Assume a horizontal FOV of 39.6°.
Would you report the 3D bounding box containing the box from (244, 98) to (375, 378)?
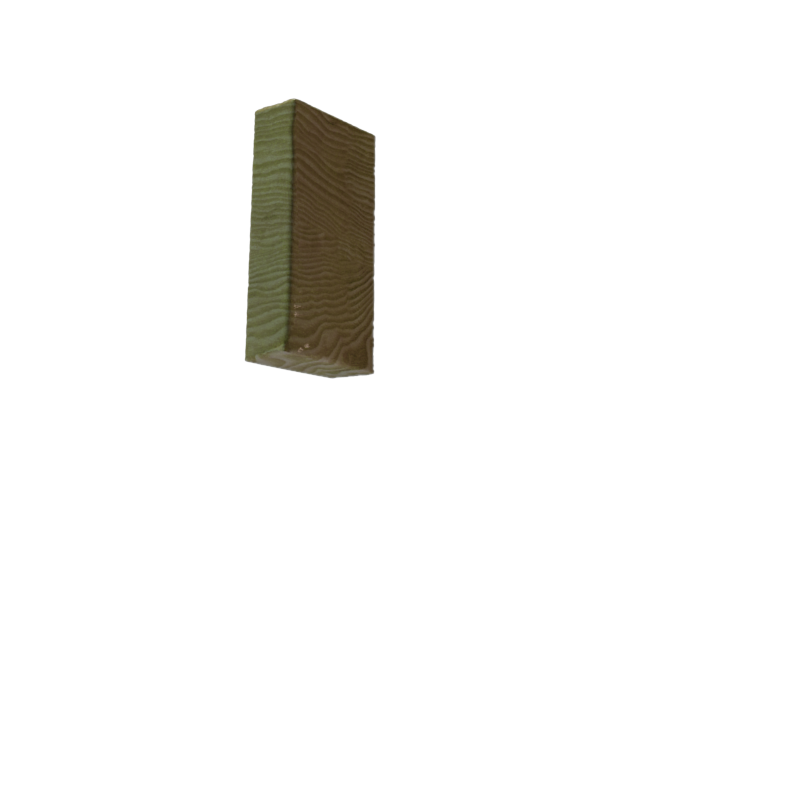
[{"bbox_3d":[-0.060,-0.109,0.764,0.049,0.183,0.088,-14,-20,37],"label":"box"}]
